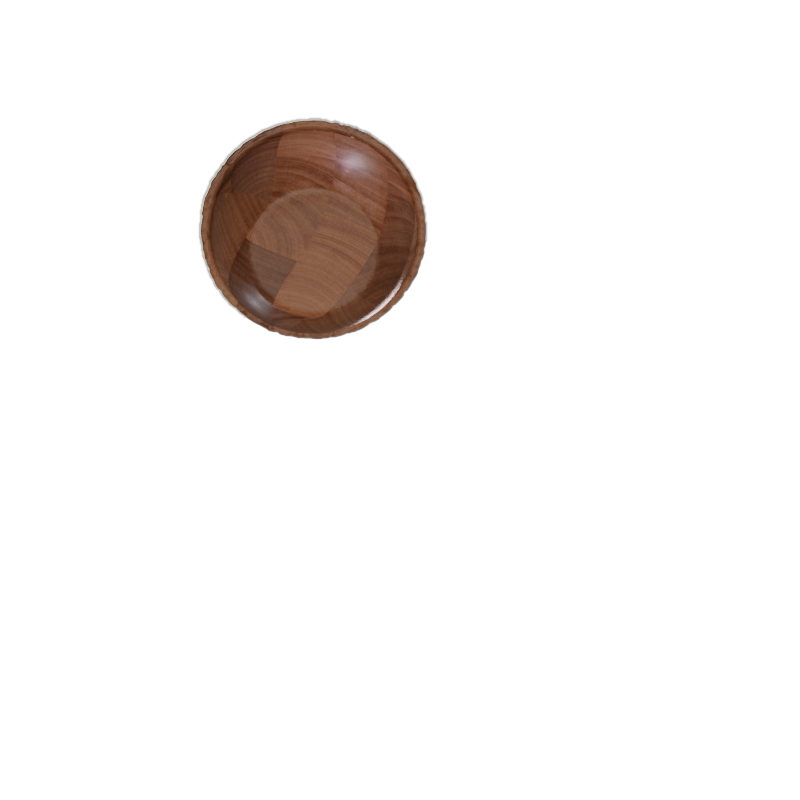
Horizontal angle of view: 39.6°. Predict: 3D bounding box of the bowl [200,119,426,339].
[{"bbox_3d":[-0.060,-0.109,0.765,0.162,0.156,0.057,0,17,-1],"label":"bowl"}]
